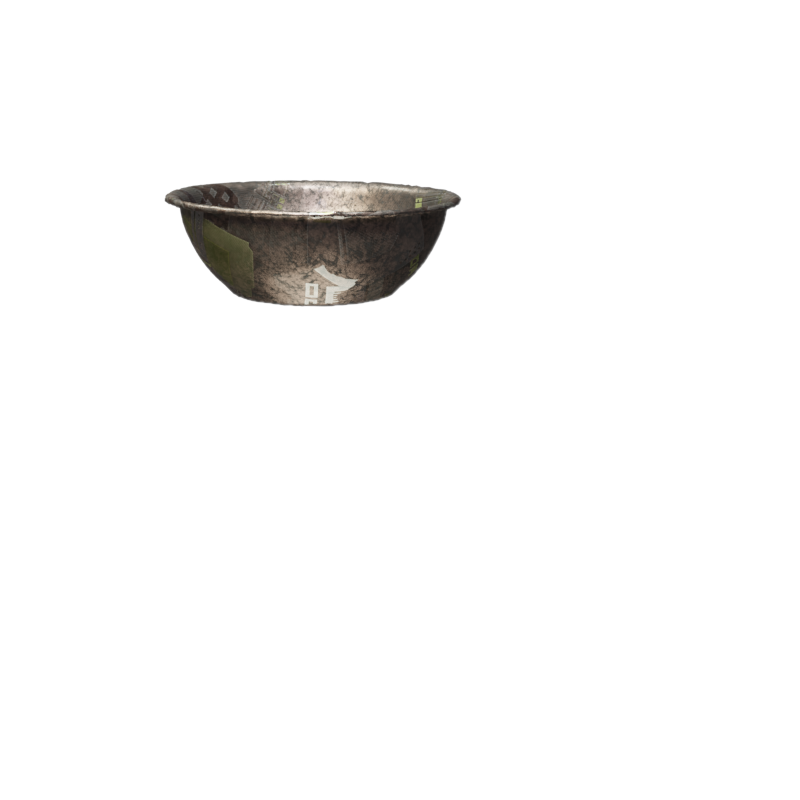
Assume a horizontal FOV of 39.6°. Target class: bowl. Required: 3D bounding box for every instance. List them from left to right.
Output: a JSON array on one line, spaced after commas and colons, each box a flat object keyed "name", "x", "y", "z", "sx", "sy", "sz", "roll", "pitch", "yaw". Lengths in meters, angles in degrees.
[{"name": "bowl", "x": -0.048, "y": -0.087, "z": 0.611, "sx": 0.162, "sy": 0.053, "sz": 0.167, "roll": 0, "pitch": 15, "yaw": -2}]
